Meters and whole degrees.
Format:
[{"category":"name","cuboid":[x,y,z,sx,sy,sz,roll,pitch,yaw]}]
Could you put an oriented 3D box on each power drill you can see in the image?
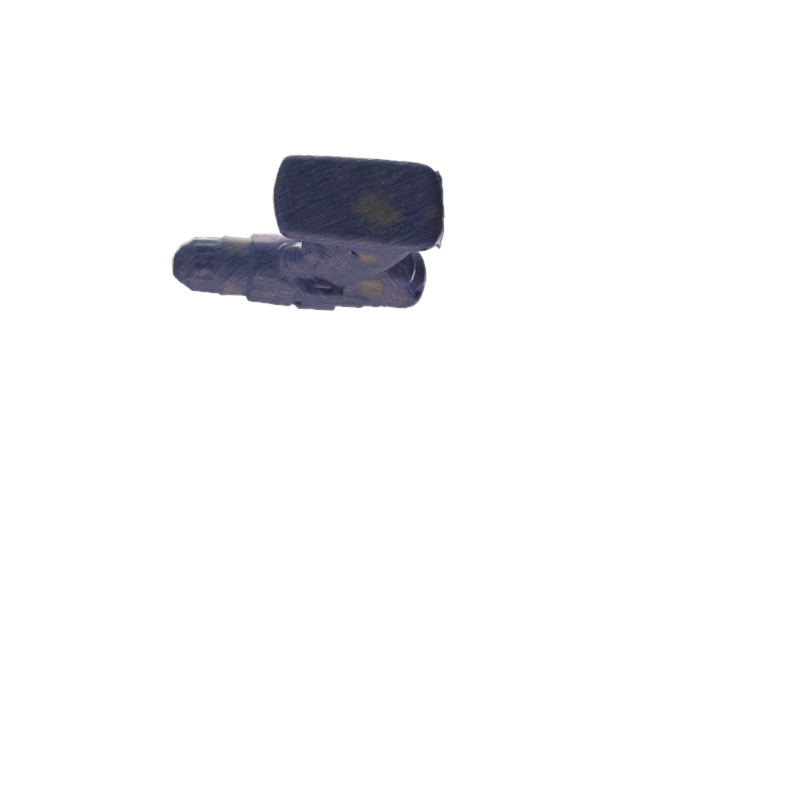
[{"category":"power drill","cuboid":[-0.058,-0.106,0.741,0.182,0.059,0.185,2,-9,-11]}]
